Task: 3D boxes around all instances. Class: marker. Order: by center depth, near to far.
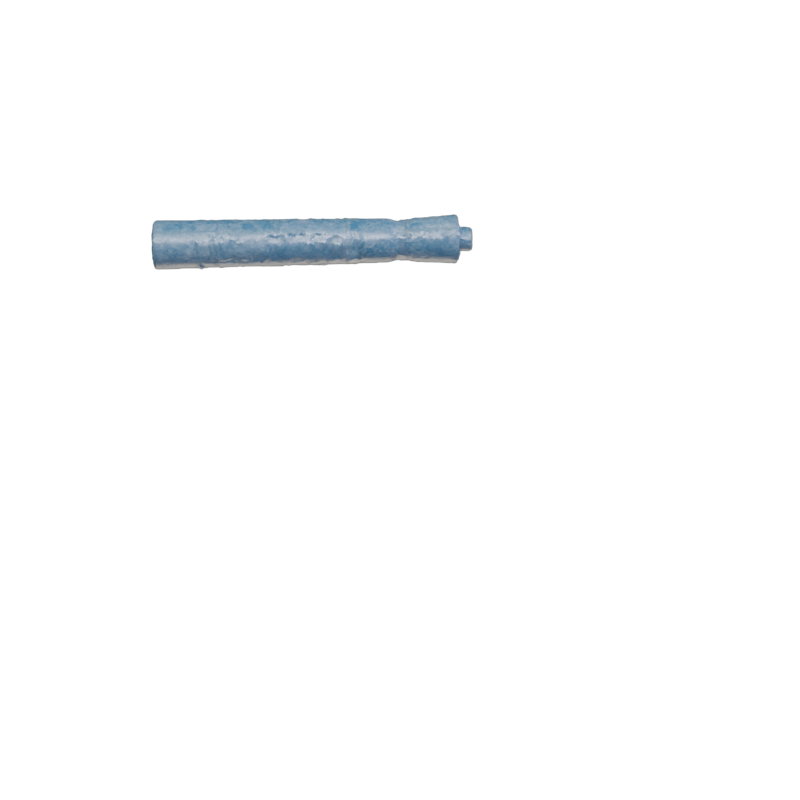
[{"bbox_3d":[-0.033,-0.060,0.422,0.121,0.020,0.020,-1,4,-2],"label":"marker"}]
